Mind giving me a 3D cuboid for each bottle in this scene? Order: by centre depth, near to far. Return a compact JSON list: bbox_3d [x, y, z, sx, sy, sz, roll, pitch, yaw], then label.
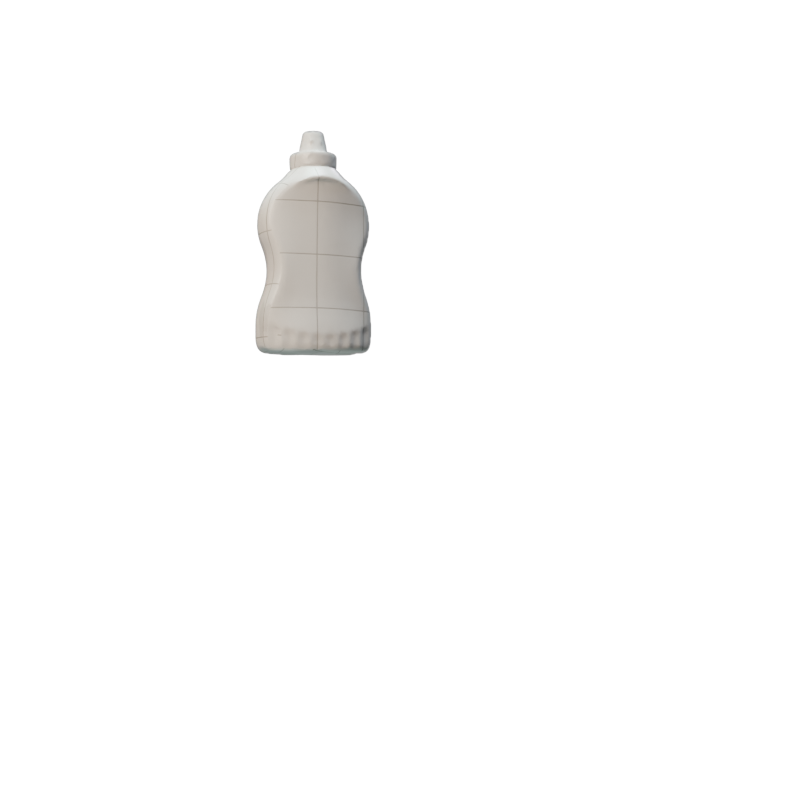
[{"bbox_3d":[-0.074,-0.135,0.948,0.094,0.196,0.059,2,-8,-18],"label":"bottle"}]
